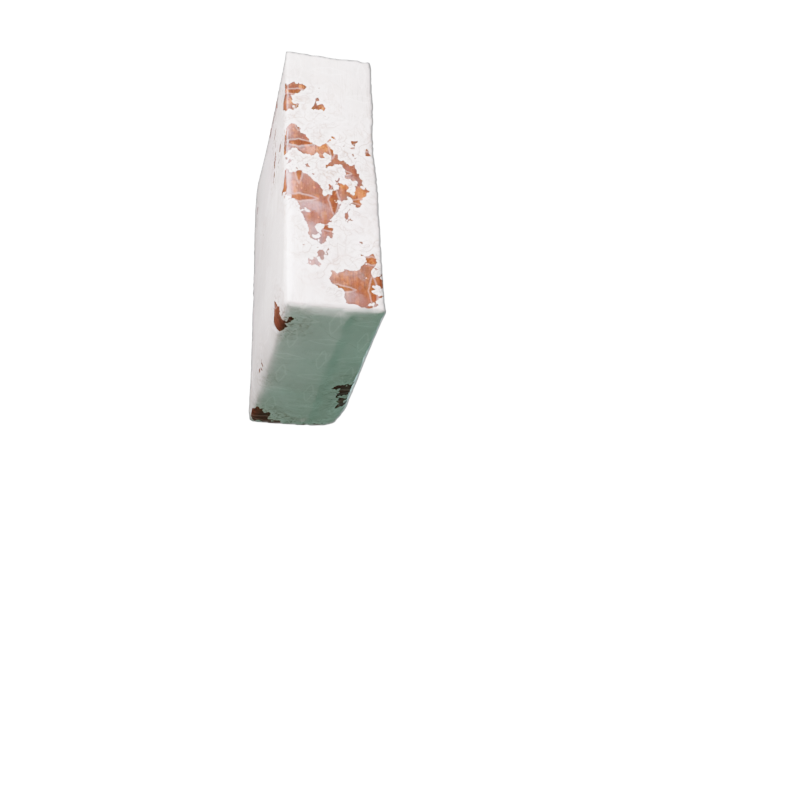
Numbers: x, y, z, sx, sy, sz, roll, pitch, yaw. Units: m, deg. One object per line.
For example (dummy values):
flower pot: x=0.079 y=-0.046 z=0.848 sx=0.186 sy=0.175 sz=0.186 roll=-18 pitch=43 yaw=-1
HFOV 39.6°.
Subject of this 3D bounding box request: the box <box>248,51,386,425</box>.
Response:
box: x=-0.062 y=-0.113 z=0.790 sx=0.071 sy=0.228 sz=0.156 roll=6 pitch=-33 yaw=-13
